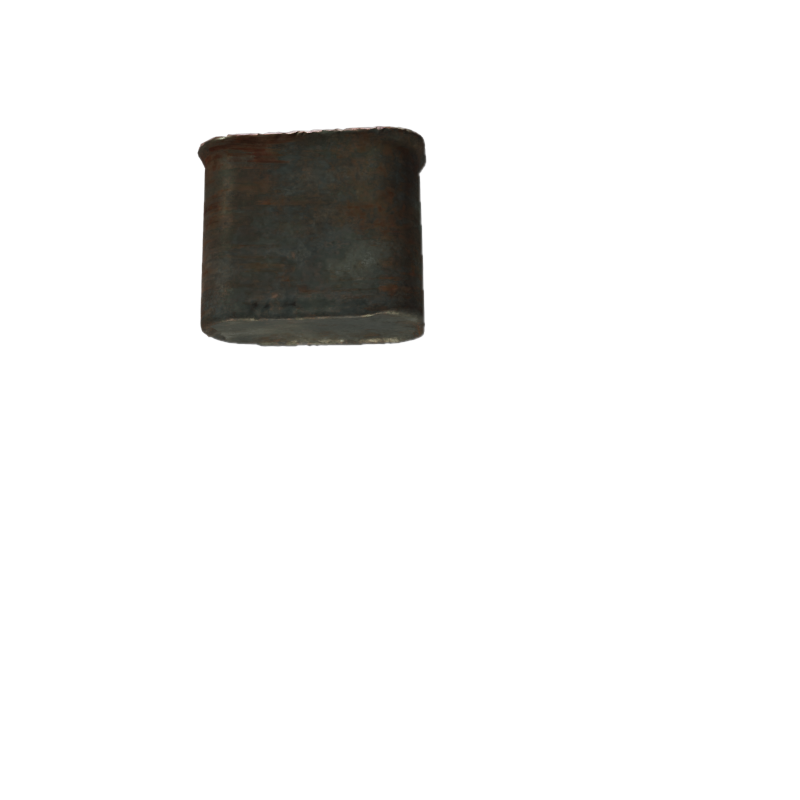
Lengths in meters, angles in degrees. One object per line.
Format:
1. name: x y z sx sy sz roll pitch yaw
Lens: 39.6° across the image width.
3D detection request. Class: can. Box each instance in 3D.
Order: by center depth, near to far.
1. can: -0.039 -0.070 0.491 0.103 0.087 0.055 -2 -15 5
